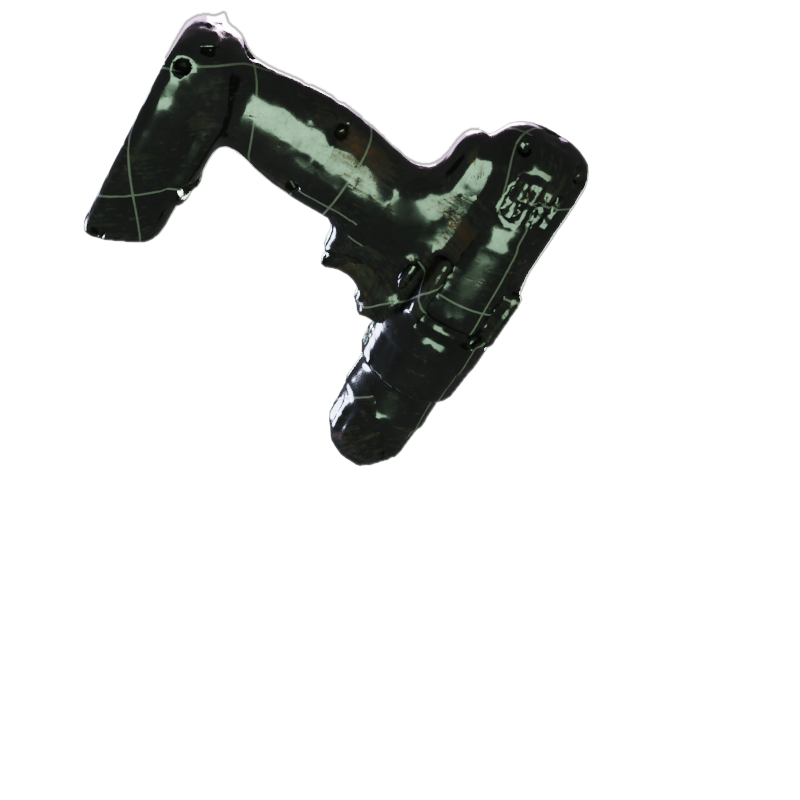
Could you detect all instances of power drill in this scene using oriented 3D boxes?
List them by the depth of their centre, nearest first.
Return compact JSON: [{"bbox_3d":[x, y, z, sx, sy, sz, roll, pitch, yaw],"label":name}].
[{"bbox_3d":[-0.038,-0.070,0.490,0.183,0.179,0.061,26,24,-13],"label":"power drill"}]
